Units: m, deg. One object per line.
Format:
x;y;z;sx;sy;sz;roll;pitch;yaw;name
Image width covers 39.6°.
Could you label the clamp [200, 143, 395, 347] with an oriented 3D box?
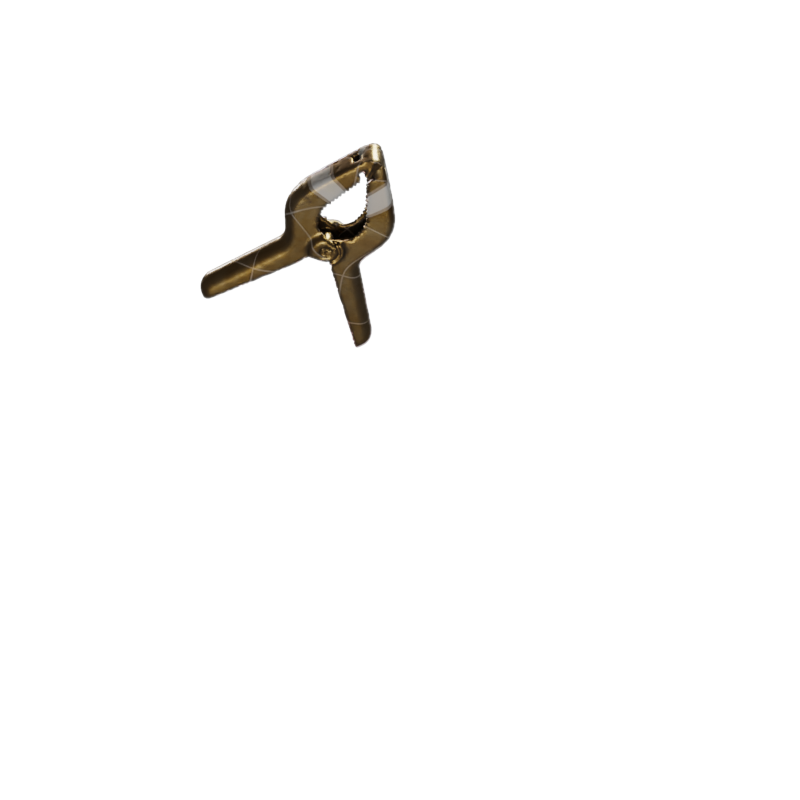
-0.075;-0.137;0.959;0.161;0.200;0.039;14;42;-13;clamp
